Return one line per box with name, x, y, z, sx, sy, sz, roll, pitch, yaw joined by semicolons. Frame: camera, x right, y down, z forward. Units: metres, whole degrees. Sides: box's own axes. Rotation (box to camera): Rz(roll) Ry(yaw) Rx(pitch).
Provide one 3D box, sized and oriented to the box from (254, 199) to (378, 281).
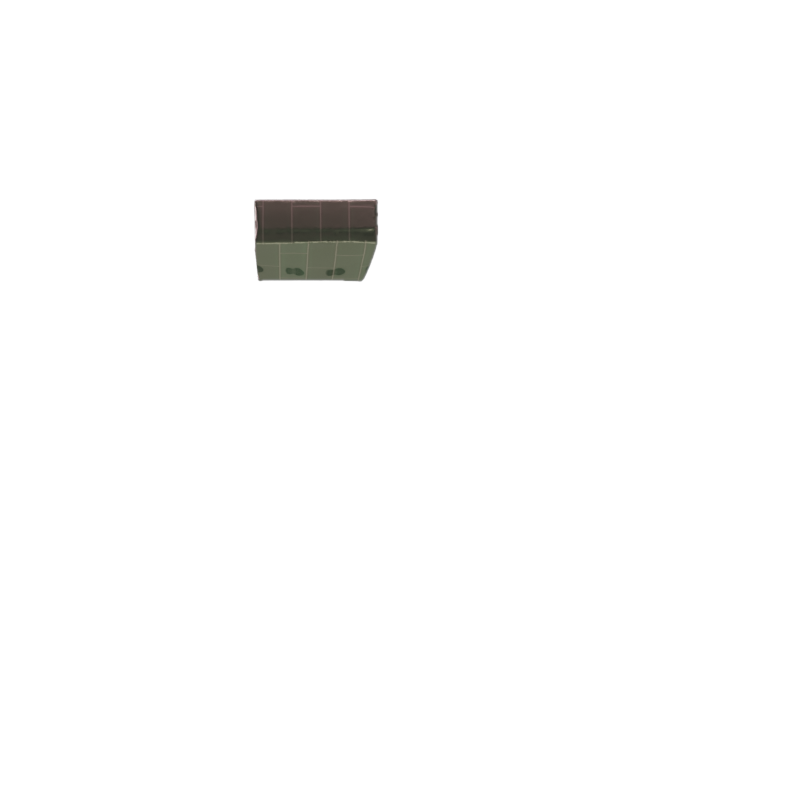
box;-0.066;-0.120;0.843;0.089;0.040;0.110;1;-11;-5
